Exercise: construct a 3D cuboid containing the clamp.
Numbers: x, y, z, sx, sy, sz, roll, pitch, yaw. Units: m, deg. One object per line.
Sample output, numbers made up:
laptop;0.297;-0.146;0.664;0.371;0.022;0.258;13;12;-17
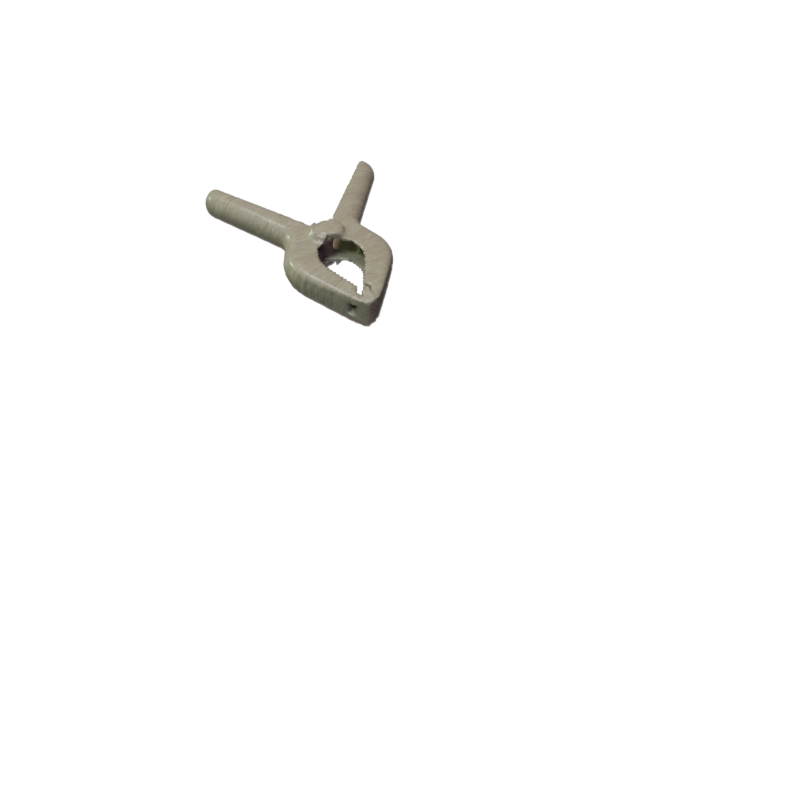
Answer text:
clamp;-0.076;-0.139;0.972;0.163;0.034;0.227;-11;43;-12
